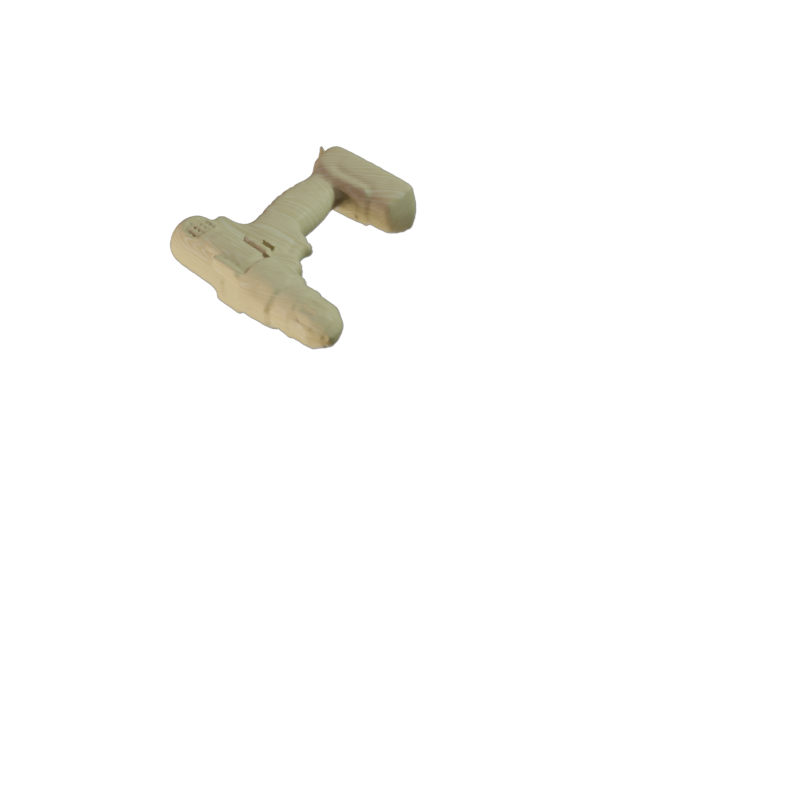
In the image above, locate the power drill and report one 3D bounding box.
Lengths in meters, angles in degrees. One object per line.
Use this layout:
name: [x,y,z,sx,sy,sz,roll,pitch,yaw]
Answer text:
power drill: [-0.074,-0.134,0.940,0.196,0.053,0.189,33,54,29]
